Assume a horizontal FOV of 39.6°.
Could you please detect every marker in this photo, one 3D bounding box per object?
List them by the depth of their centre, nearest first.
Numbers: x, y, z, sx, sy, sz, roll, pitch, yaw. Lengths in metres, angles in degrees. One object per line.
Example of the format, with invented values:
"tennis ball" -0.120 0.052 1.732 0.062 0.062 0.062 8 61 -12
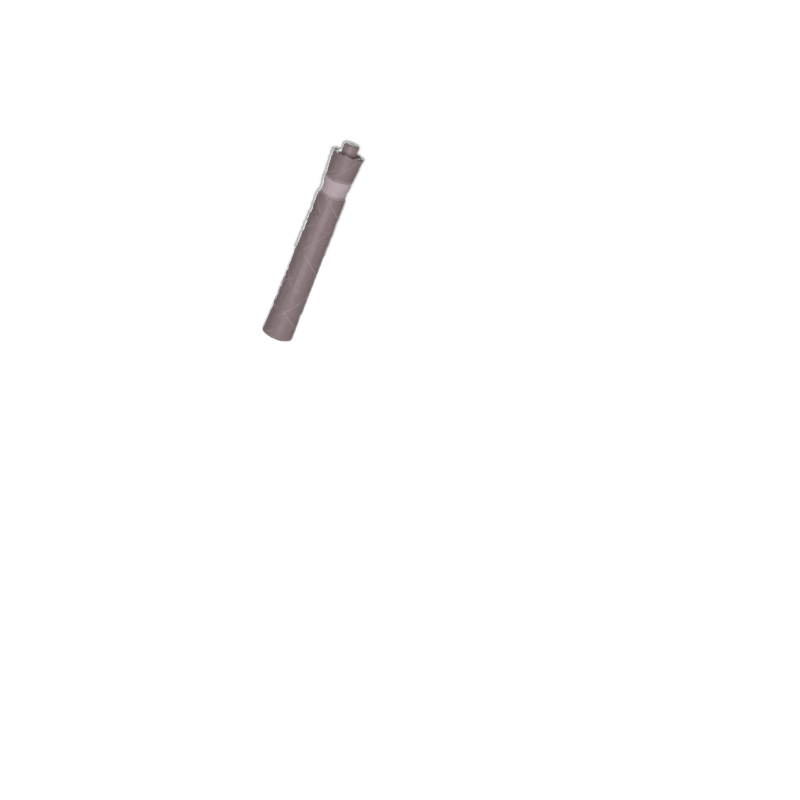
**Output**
"marker" -0.049 -0.090 0.630 0.019 0.118 0.021 21 17 -10
